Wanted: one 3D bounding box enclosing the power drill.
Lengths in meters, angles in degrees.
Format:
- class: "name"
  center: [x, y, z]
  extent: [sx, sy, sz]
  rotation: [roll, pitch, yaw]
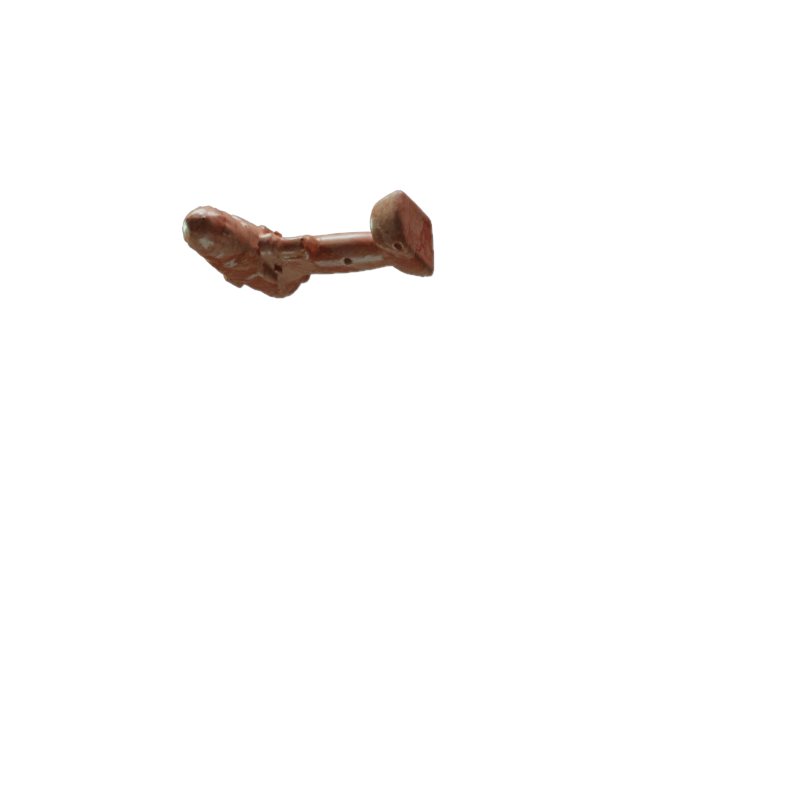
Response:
- class: "power drill"
  center: [-0.075, -0.138, 0.964]
  extent: [0.192, 0.059, 0.175]
  rotation: [-3, -9, 20]
